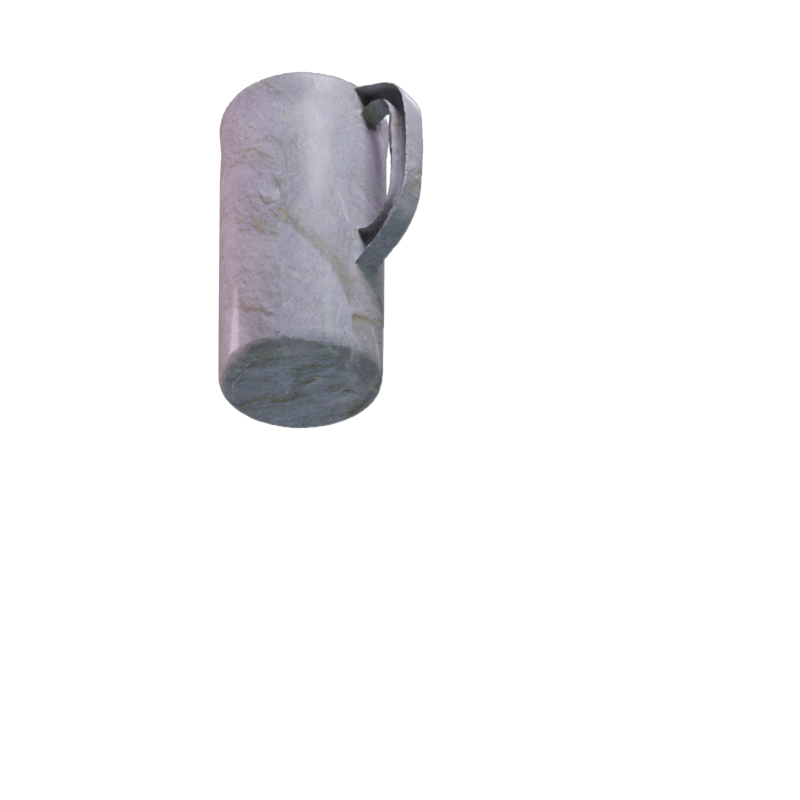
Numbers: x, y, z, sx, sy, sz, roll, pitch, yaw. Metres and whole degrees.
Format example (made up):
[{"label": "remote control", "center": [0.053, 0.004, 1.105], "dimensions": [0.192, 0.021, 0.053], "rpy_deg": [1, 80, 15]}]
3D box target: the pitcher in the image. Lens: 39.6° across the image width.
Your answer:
[{"label": "pitcher", "center": [-0.062, -0.113, 0.789], "dimensions": [0.144, 0.260, 0.140], "rpy_deg": [2, -36, -6]}]
